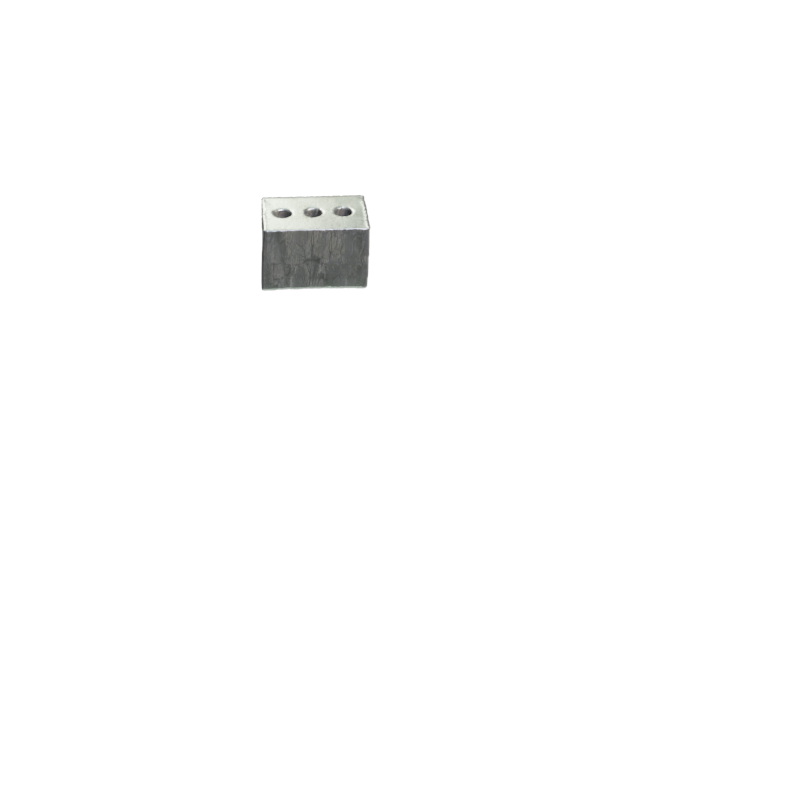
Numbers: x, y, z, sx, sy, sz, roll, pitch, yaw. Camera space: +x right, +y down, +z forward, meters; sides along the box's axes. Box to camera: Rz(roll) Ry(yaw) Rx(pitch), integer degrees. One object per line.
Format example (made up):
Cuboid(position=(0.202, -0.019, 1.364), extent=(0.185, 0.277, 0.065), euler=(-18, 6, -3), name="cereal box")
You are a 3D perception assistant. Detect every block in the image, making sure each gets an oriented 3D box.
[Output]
Cuboid(position=(-0.064, -0.116, 0.811), extent=(0.077, 0.048, 0.056), euler=(-2, 35, -4), name="block")
